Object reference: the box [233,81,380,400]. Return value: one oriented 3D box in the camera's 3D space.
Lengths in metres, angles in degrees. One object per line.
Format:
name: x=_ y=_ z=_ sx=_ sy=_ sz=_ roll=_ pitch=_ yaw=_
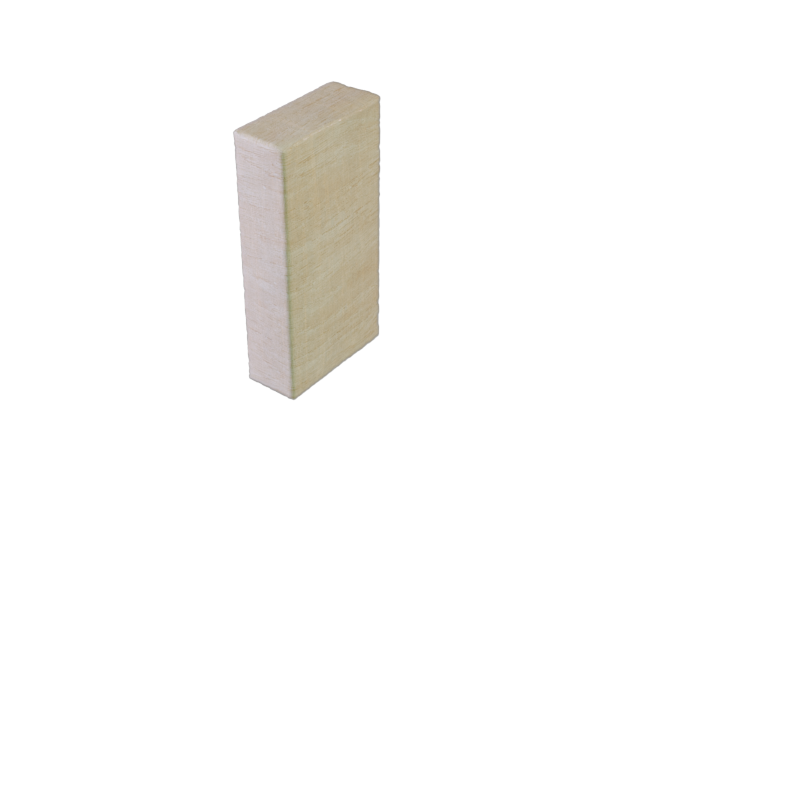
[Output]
box: x=-0.054 y=-0.098 z=0.685 sx=0.051 sy=0.165 sz=0.094 roll=25 pitch=41 yaw=27
